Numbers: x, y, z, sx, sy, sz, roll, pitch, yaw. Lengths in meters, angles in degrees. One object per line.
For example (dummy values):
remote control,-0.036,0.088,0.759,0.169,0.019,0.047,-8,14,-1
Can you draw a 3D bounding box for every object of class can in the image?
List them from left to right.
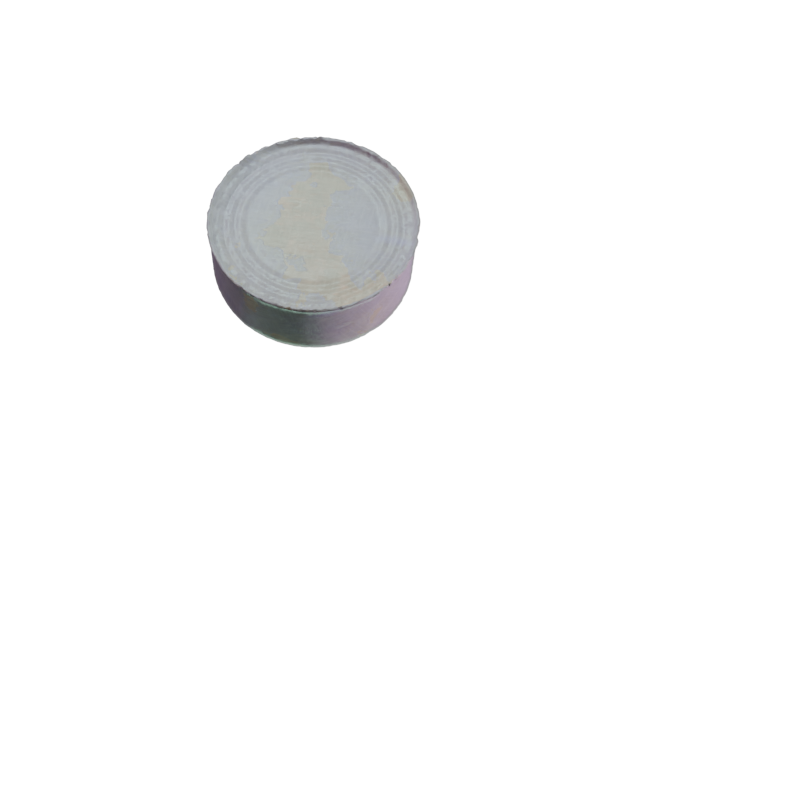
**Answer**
can,-0.036,-0.065,0.458,0.086,0.092,0.031,-1,-31,-1
